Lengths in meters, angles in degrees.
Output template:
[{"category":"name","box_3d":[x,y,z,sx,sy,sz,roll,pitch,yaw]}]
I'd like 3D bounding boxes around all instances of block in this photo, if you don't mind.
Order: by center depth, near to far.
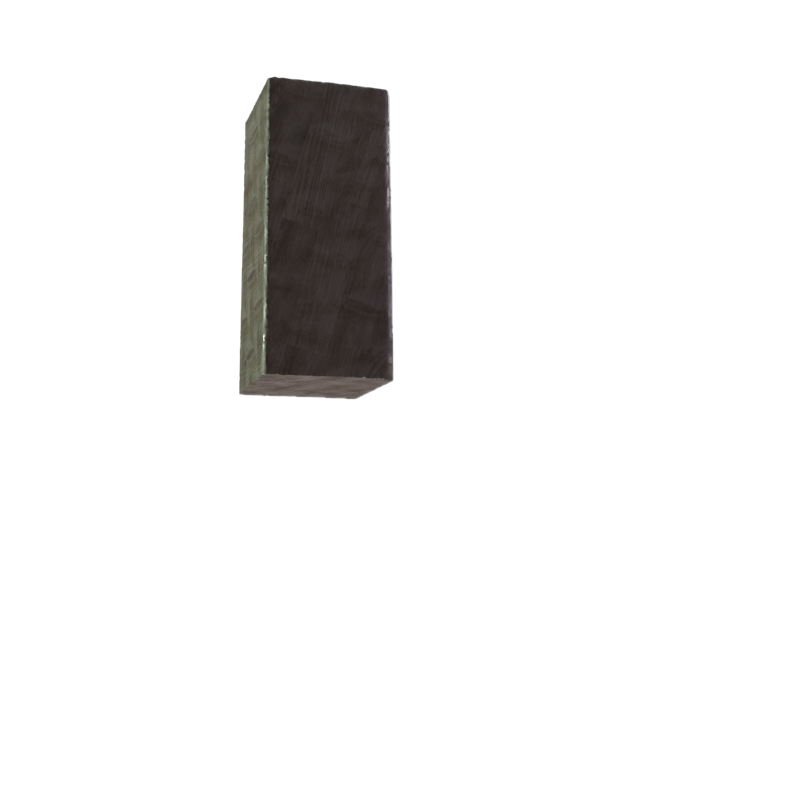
[{"category":"block","box_3d":[-0.060,-0.111,0.780,0.088,0.214,0.089,4,-16,-17]}]
